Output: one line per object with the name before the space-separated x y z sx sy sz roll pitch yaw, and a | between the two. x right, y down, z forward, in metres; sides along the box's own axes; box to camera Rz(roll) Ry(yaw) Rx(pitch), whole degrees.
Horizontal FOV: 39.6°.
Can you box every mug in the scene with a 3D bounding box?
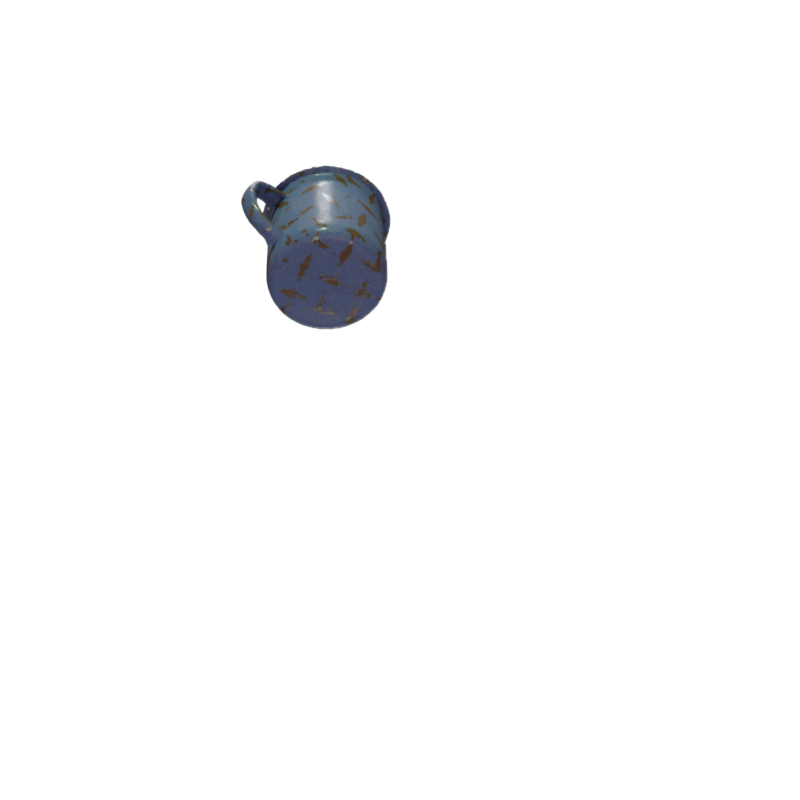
mug | -0.060 -0.109 0.764 0.111 0.092 0.087 36 26 -23
